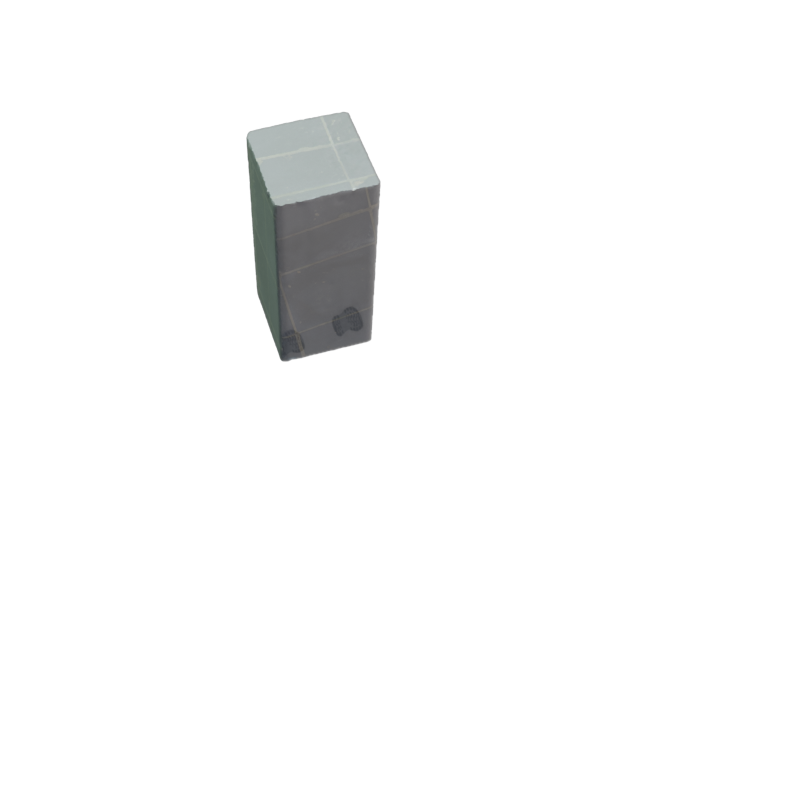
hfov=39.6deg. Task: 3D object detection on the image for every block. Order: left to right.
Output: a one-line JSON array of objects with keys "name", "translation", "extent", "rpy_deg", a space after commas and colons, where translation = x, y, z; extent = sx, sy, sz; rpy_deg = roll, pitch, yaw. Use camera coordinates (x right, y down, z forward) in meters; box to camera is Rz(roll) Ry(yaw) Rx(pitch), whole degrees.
[{"name": "block", "translation": [-0.076, -0.137, 0.960], "extent": [0.089, 0.098, 0.192], "rpy_deg": [-13, -35, -13]}]
